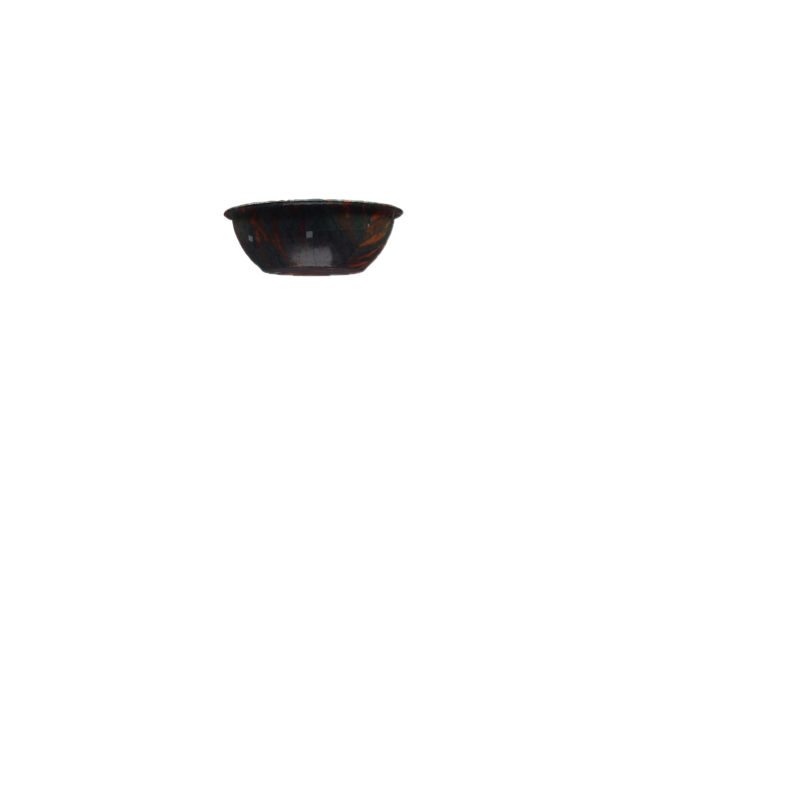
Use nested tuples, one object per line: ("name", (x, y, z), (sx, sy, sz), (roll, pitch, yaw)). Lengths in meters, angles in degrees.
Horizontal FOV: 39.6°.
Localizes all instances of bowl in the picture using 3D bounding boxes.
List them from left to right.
("bowl", (-0.078, -0.142, 0.993), (0.162, 0.055, 0.161), (0, 1, -2))
